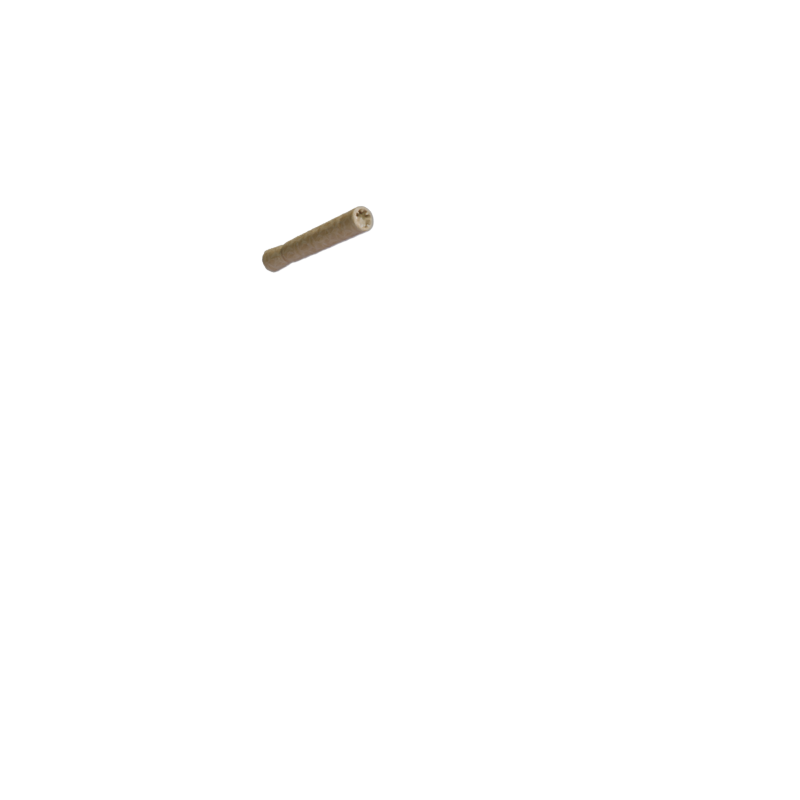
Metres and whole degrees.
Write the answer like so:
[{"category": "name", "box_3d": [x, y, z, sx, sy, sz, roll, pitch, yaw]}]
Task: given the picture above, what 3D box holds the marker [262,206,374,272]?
[{"category": "marker", "box_3d": [-0.064, -0.116, 0.814, 0.019, 0.020, 0.122, -3, -7, -40]}]
